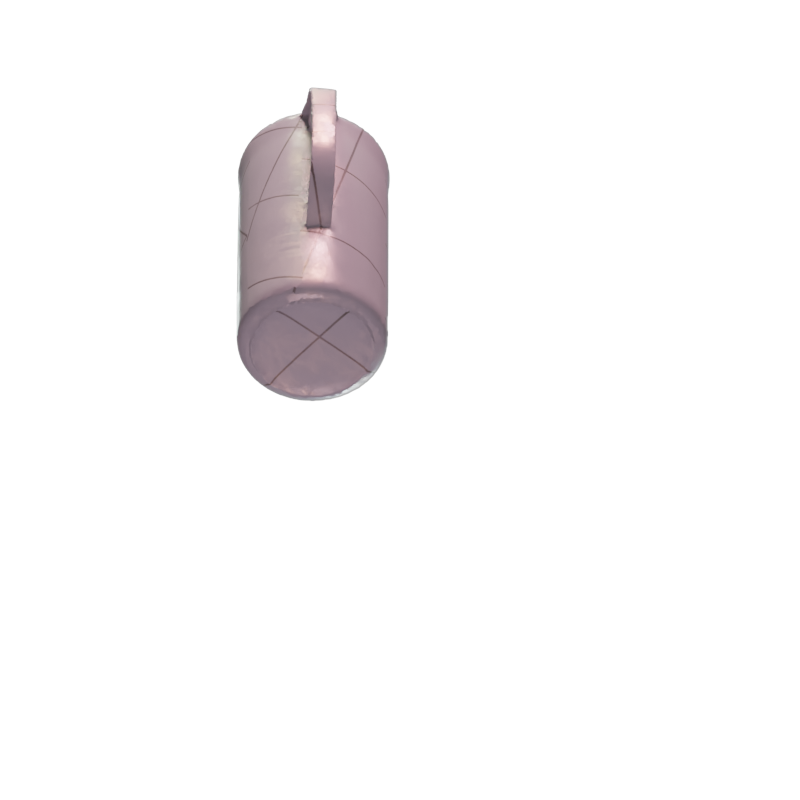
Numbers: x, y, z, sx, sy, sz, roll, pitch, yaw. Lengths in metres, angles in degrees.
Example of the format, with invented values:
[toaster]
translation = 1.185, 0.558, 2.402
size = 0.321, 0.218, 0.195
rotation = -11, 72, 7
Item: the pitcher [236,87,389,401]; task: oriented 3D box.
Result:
[pitcher]
translation = -0.068, -0.125, 0.874
size = 0.144, 0.260, 0.140
rotation = -32, -57, 21
